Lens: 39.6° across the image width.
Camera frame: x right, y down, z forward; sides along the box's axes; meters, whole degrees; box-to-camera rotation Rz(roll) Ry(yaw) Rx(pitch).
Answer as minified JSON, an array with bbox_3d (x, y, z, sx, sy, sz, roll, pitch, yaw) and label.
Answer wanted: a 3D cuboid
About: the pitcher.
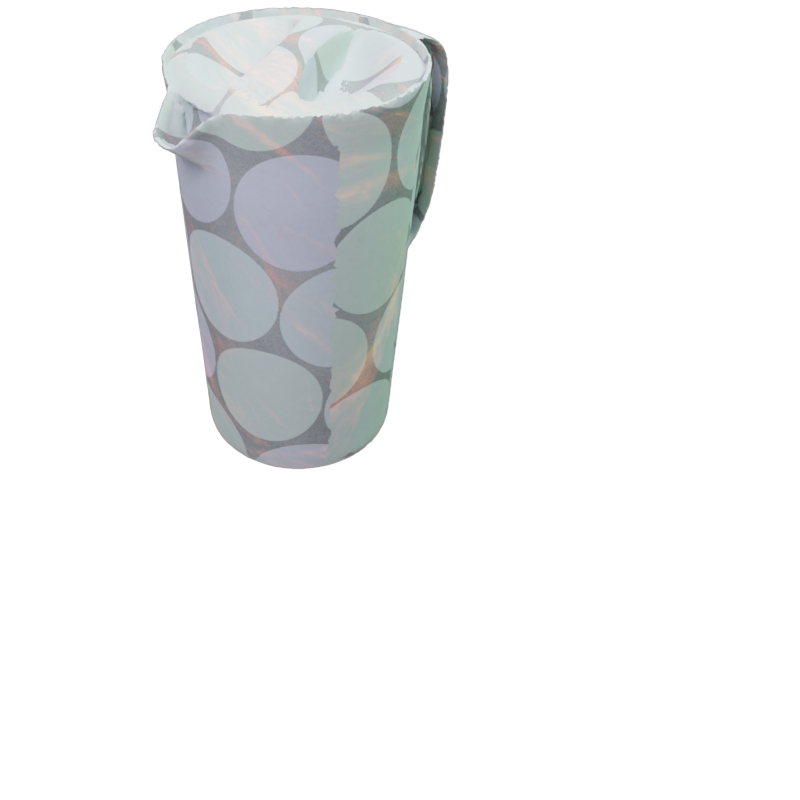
[{"bbox_3d":[-0.048,-0.088,0.615,0.149,0.227,0.155,1,37,-2],"label":"pitcher"}]
